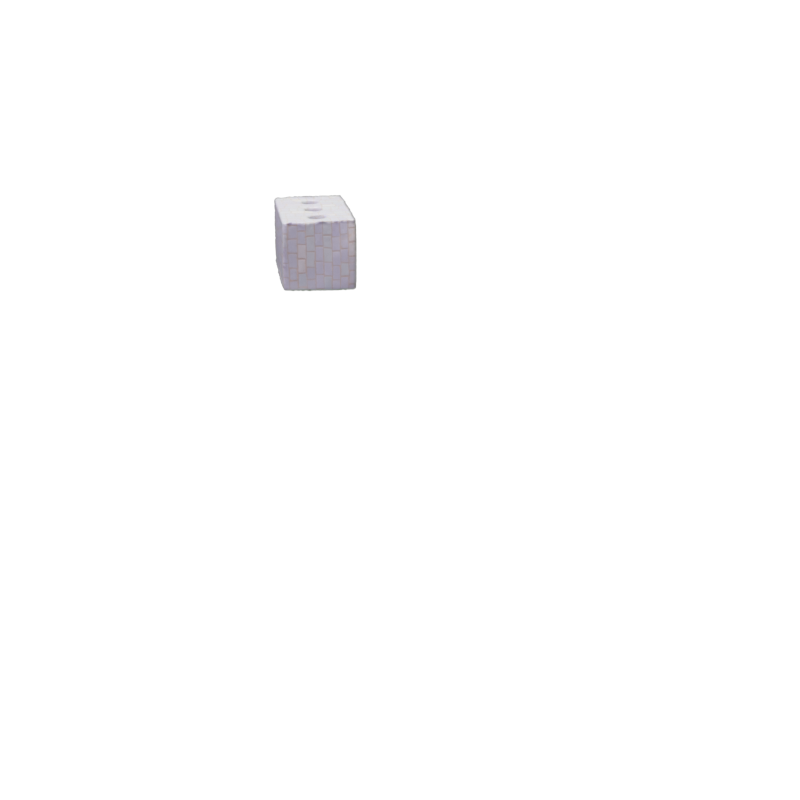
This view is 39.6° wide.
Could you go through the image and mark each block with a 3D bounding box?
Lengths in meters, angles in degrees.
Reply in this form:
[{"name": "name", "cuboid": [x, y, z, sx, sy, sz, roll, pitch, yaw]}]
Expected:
[{"name": "block", "cuboid": [-0.063, -0.115, 0.807, 0.052, 0.049, 0.082, -3, 21, -10]}]
